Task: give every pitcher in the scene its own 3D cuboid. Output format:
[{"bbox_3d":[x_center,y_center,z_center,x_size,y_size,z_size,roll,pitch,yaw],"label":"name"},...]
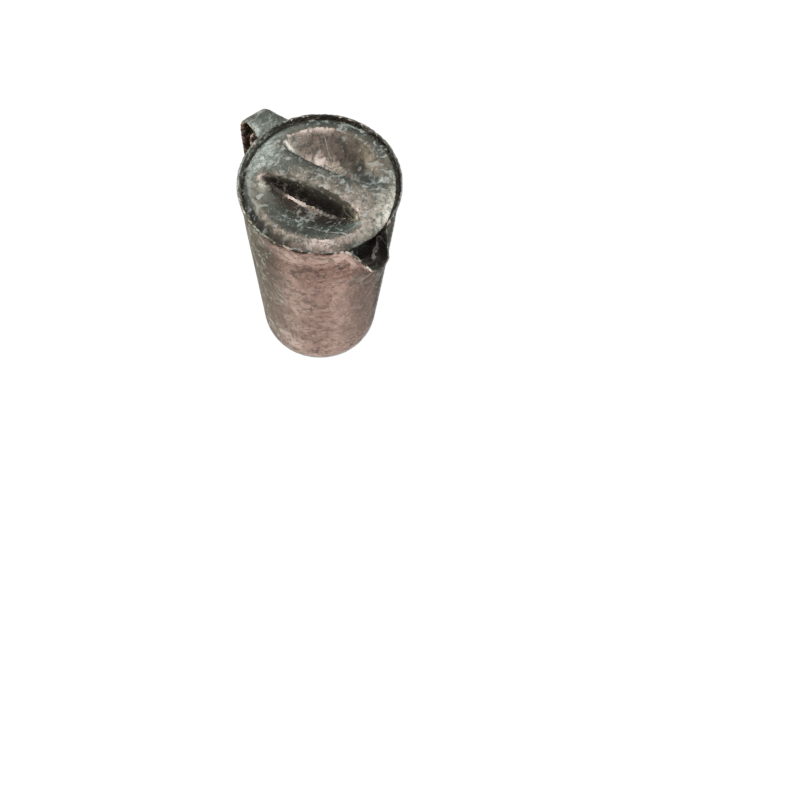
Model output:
[{"bbox_3d":[-0.077,-0.141,0.986,0.145,0.157,0.230,8,-25,0],"label":"pitcher"}]
